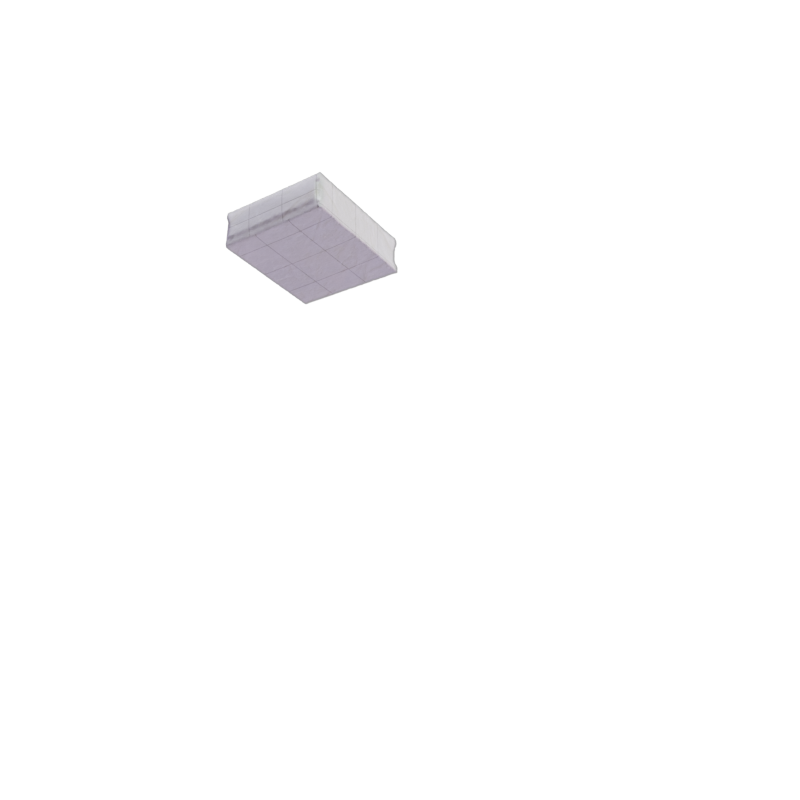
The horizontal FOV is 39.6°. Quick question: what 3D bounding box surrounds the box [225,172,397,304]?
[{"bbox_3d":[-0.055,-0.100,0.704,0.074,0.032,0.083,-19,-34,29],"label":"box"}]
